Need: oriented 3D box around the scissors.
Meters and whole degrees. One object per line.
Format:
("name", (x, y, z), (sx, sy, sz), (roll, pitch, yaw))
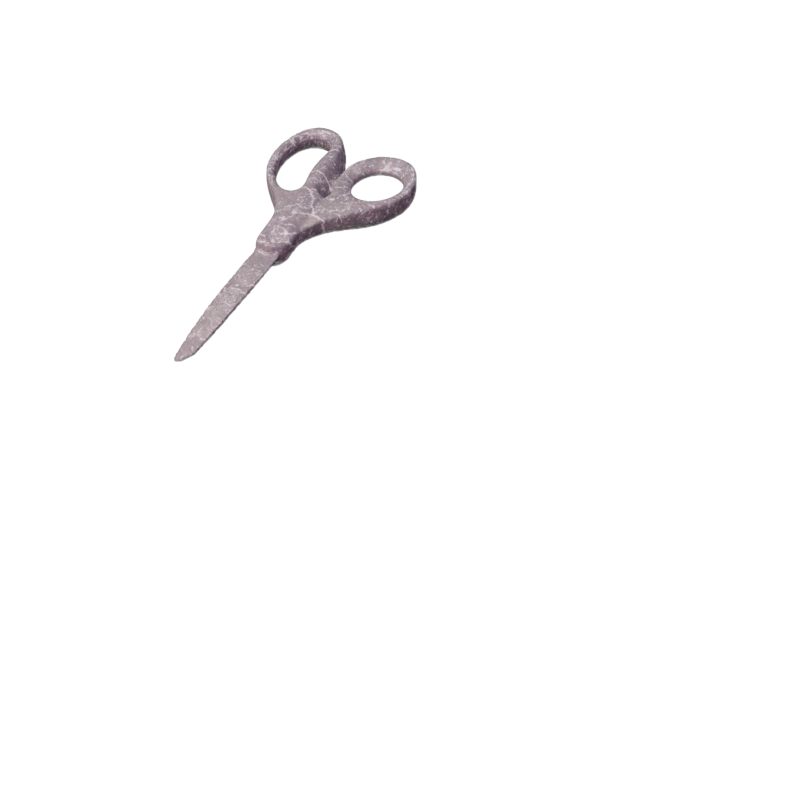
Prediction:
("scissors", (-0.046, -0.085, 0.594), (0.097, 0.015, 0.214), (6, 44, 6))
